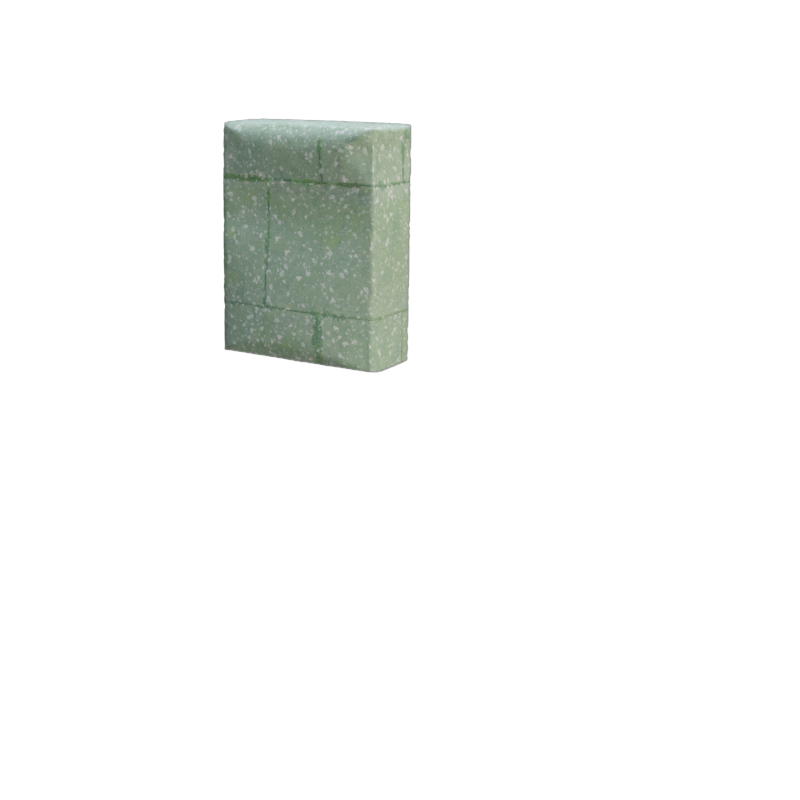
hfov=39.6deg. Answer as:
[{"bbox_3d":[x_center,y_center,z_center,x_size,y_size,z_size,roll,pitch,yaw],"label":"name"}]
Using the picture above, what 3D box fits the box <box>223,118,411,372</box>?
[{"bbox_3d":[-0.078,-0.142,0.992,0.171,0.209,0.070,8,13,32],"label":"box"}]
